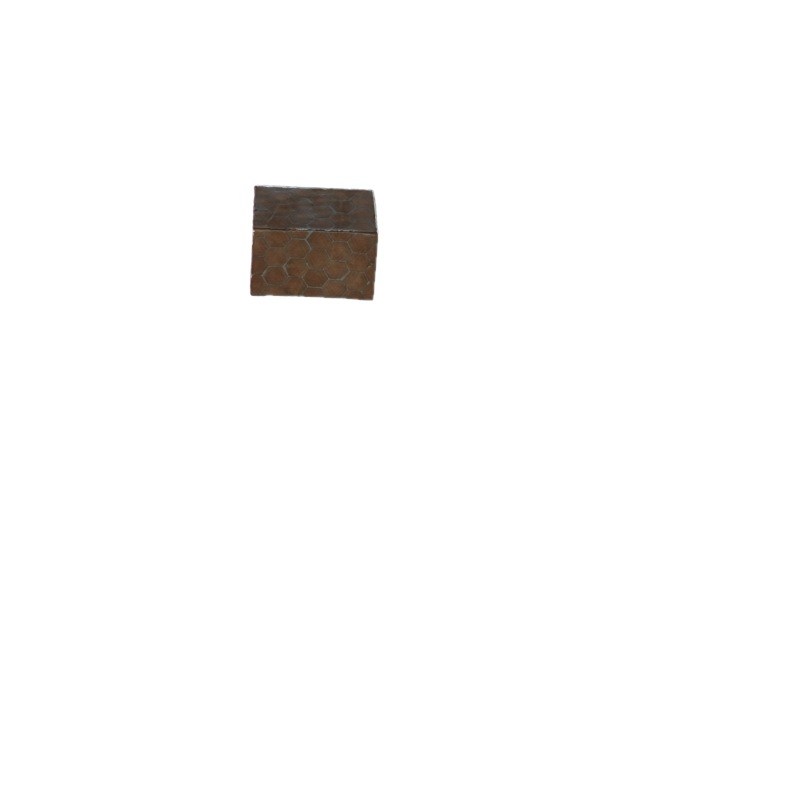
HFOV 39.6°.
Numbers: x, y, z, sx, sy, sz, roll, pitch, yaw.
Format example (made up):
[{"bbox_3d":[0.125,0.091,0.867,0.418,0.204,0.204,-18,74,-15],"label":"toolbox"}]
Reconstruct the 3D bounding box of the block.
[{"bbox_3d":[-0.054,-0.099,0.690,0.078,0.049,0.055,3,38,-4],"label":"block"}]
